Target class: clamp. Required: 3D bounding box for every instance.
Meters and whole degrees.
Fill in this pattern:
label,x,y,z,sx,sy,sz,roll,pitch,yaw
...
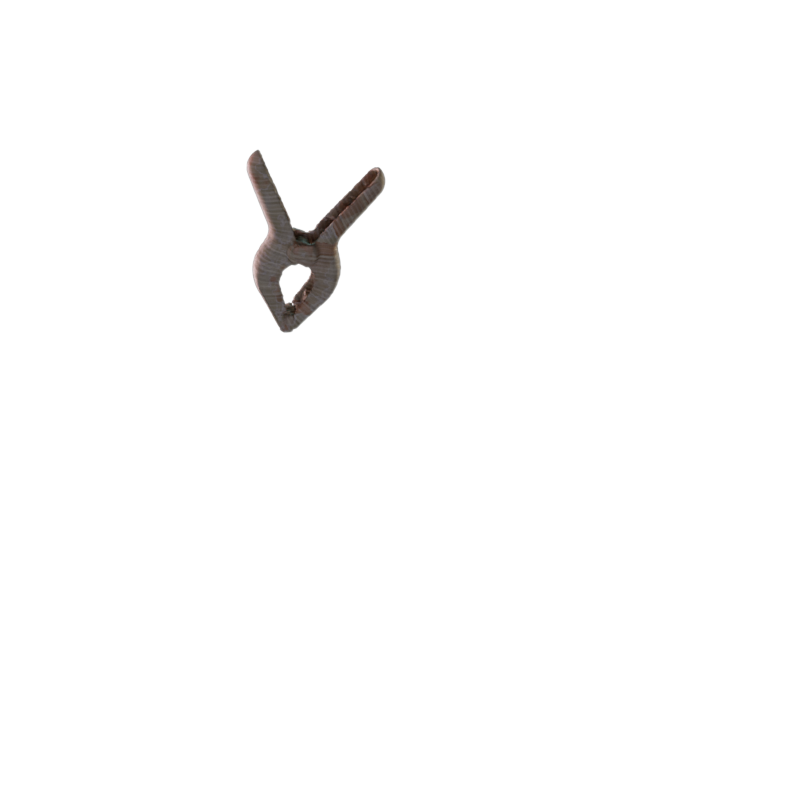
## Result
label,x,y,z,sx,sy,sz,roll,pitch,yaw
clamp,-0.077,-0.140,0.983,0.120,0.162,0.042,3,30,-2
